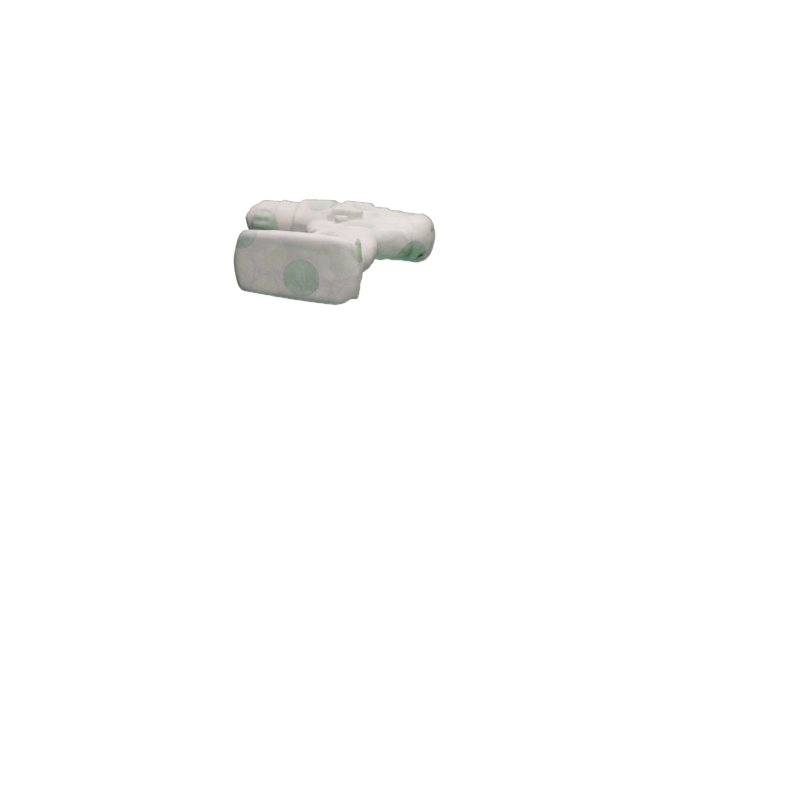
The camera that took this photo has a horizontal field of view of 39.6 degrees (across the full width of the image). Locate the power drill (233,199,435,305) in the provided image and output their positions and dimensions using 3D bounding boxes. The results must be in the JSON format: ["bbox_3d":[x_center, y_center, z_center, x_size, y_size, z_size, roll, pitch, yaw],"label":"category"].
[{"bbox_3d":[-0.077,-0.140,0.981,0.189,0.055,0.190,6,21,17],"label":"power drill"}]
